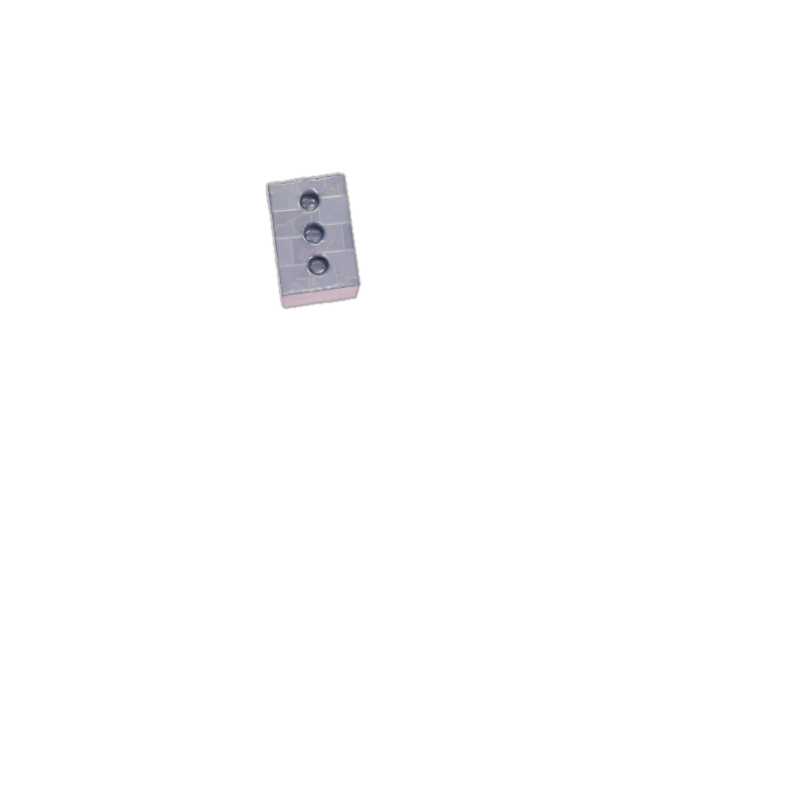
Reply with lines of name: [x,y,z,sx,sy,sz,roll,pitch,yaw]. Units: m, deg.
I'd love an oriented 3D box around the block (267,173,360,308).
block: [-0.058,-0.106,0.739,0.052,0.081,0.050,-8,-11,-4]
